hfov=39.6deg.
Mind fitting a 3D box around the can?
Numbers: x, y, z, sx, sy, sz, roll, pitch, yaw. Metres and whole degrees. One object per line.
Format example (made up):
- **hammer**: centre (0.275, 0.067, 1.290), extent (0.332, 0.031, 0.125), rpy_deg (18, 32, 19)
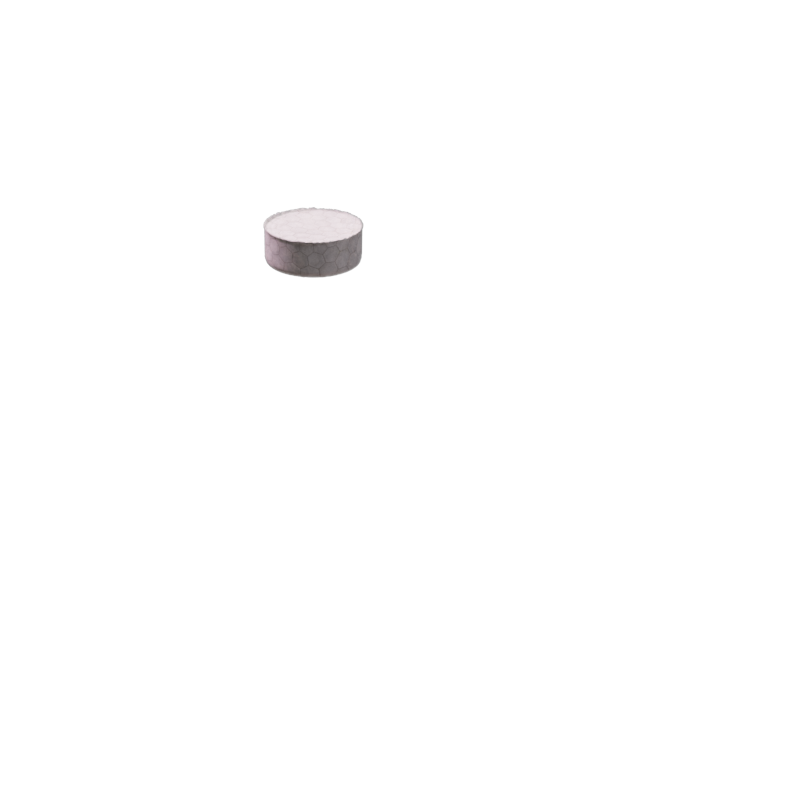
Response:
- **can**: centre (-0.075, -0.137, 0.957), extent (0.086, 0.032, 0.091), rpy_deg (-1, 27, -2)
